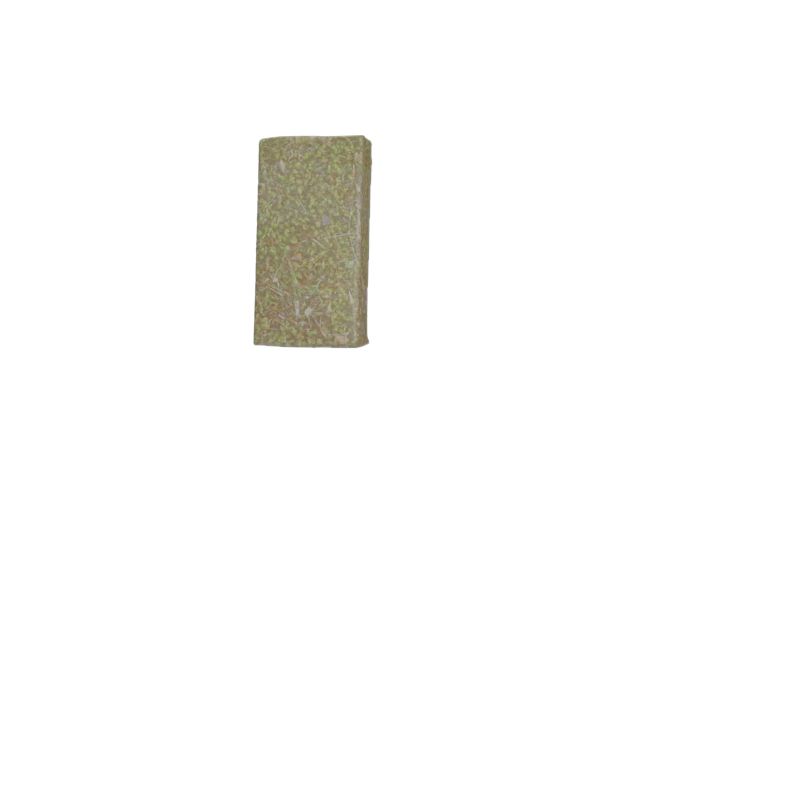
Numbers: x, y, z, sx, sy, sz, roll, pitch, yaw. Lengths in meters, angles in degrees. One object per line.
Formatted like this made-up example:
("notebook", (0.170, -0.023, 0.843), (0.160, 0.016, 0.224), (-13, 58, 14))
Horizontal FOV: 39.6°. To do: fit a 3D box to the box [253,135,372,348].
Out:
("box", (-0.073, -0.133, 0.932), (0.095, 0.177, 0.047), (0, -1, 14))
